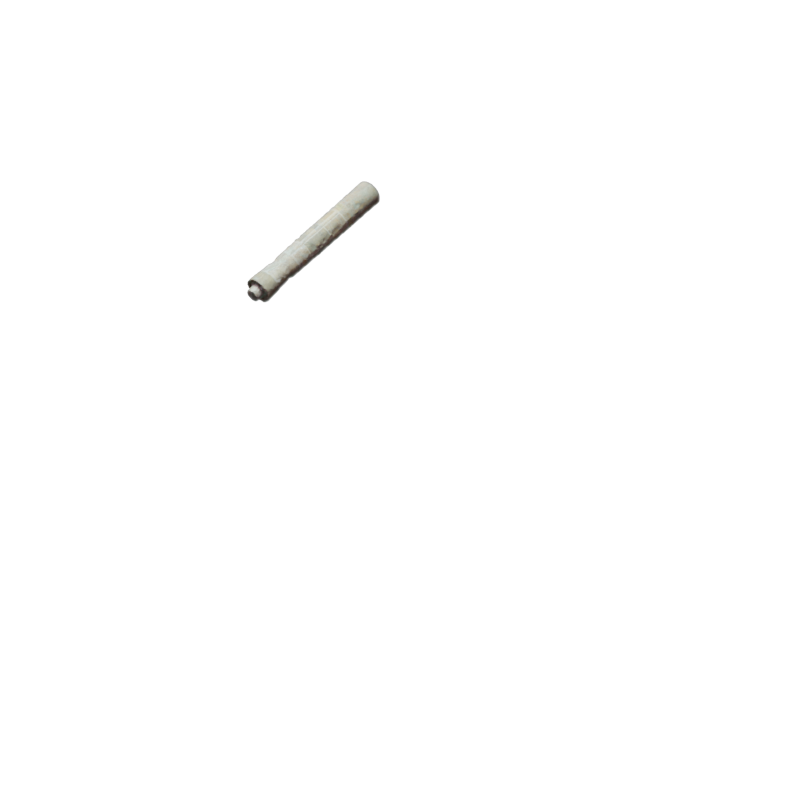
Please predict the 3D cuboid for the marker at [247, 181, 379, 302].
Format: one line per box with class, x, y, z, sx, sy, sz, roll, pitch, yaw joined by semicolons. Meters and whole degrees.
marker;-0.058;-0.106;0.741;0.021;0.019;0.123;4;42;49
